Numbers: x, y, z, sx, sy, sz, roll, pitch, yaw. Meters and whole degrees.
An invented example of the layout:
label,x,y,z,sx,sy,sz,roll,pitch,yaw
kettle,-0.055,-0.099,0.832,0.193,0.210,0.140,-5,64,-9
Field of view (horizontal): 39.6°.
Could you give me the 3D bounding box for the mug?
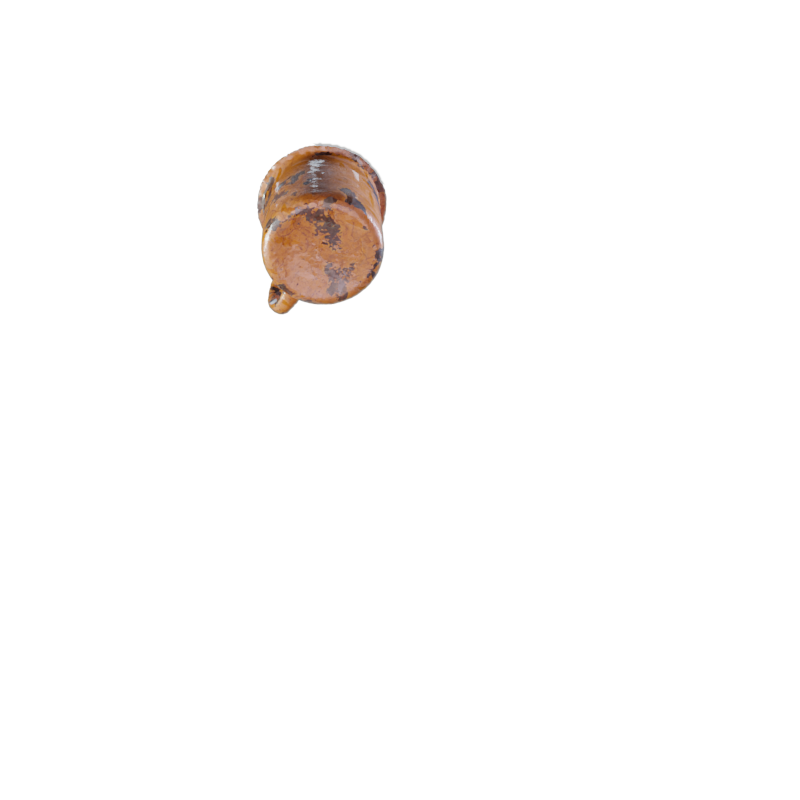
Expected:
label,x,y,z,sx,sy,sz,roll,pitch,yaw
mug,-0.060,-0.109,0.766,0.090,0.114,0.086,29,24,-16
